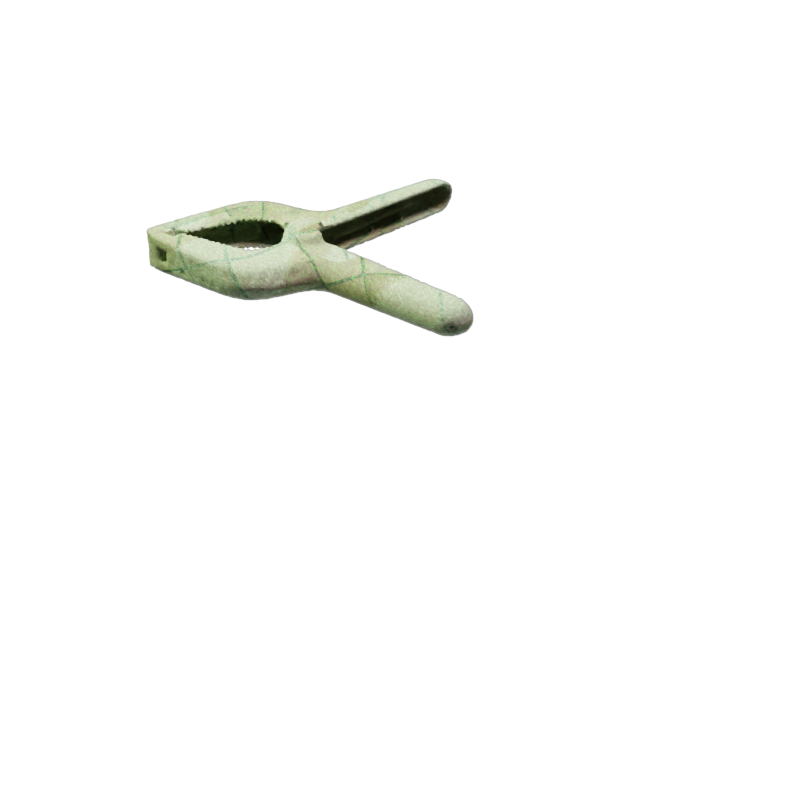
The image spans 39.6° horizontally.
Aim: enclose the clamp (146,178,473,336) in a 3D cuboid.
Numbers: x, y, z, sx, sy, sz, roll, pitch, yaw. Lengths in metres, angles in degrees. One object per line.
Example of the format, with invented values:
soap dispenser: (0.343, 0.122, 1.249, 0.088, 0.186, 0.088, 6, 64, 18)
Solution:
clamp: (-0.057, -0.103, 0.722, 0.212, 0.034, 0.174, 4, 36, 6)
